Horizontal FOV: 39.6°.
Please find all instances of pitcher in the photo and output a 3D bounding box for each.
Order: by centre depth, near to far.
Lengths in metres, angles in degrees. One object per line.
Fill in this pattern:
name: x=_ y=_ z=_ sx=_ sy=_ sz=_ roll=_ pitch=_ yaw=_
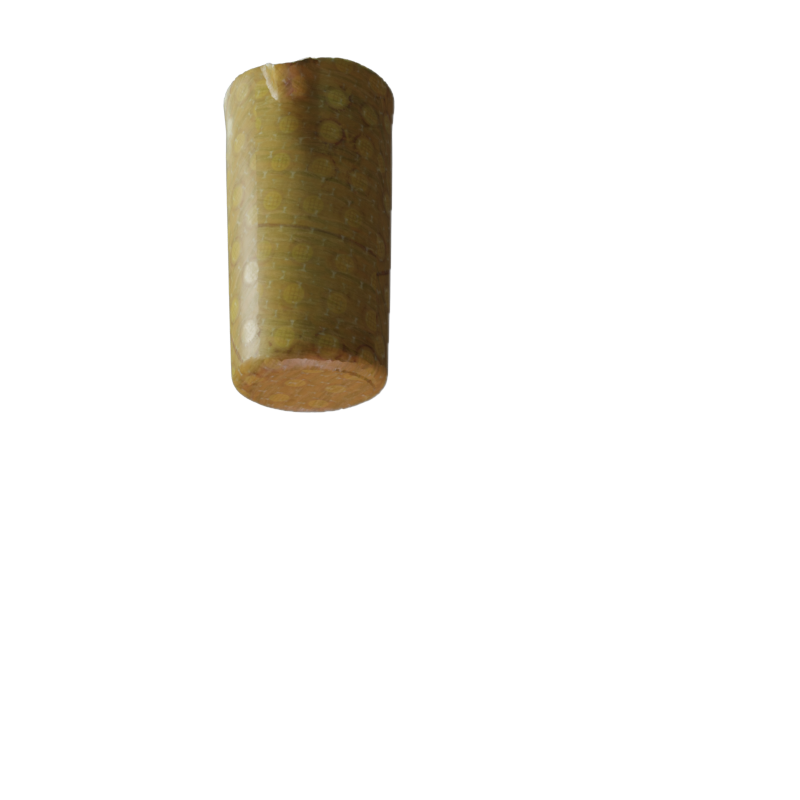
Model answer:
pitcher: x=-0.064 y=-0.117 z=0.821 sx=0.142 sy=0.257 sz=0.144 roll=16 pitch=-30 yaw=-33
